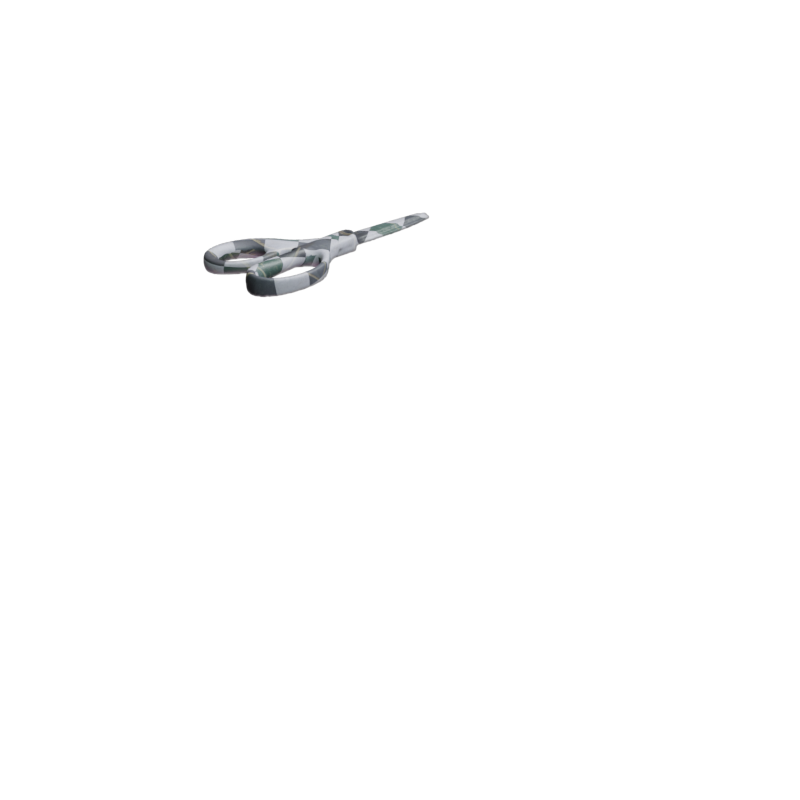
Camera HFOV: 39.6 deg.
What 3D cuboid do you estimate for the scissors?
[{"bbox_3d":[-0.062,-0.113,0.789,0.100,0.015,0.203,11,26,22],"label":"scissors"}]
